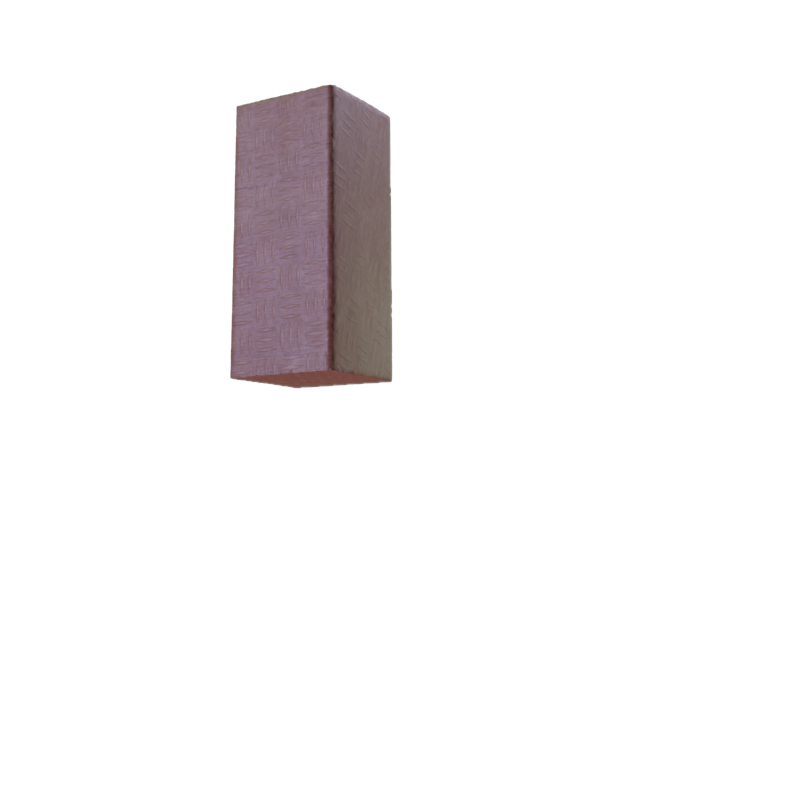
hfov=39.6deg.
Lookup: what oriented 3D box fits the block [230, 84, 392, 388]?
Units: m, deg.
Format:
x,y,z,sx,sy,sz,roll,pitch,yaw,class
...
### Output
x,y,z,sx,sy,sz,roll,pitch,yaw,class
-0.064,-0.118,0.828,0.093,0.212,0.085,-8,-14,30,block
